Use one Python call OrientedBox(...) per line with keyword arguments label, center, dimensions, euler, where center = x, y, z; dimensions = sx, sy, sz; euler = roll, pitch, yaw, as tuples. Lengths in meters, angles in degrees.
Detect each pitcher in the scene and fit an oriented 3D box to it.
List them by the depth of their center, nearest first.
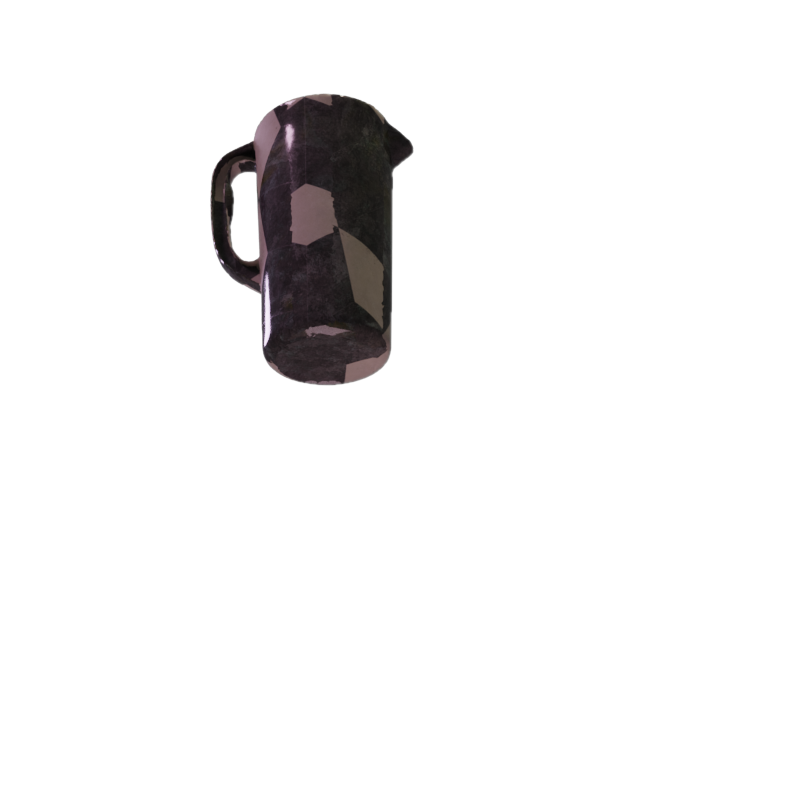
OrientedBox(label="pitcher", center=(-0.077, -0.141, 0.988), dimensions=(0.137, 0.259, 0.148), euler=(23, -39, -35))
